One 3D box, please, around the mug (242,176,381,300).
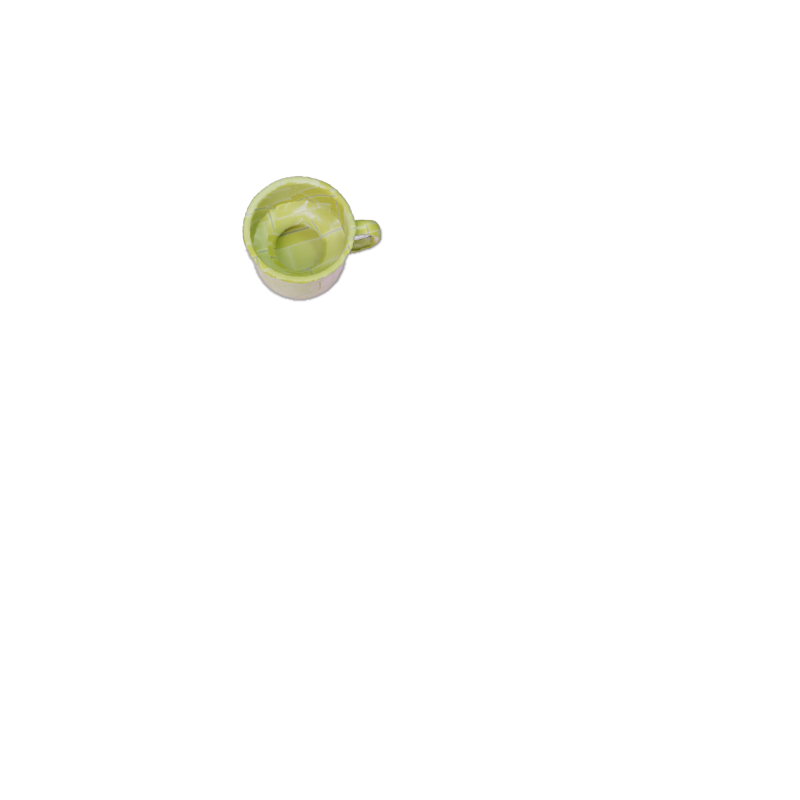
[{"bbox_3d":[-0.074,-0.135,0.948,0.117,0.097,0.079,-9,-15,-4],"label":"mug"}]
